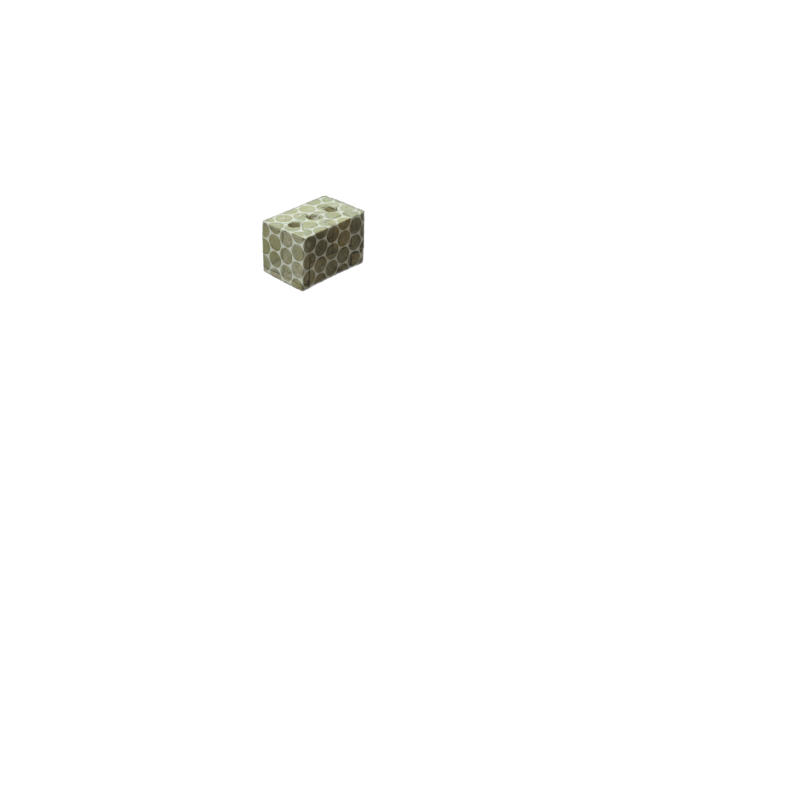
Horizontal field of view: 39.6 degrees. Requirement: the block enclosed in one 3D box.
[{"bbox_3d":[-0.076,-0.138,0.969,0.056,0.048,0.078,25,39,34],"label":"block"}]
